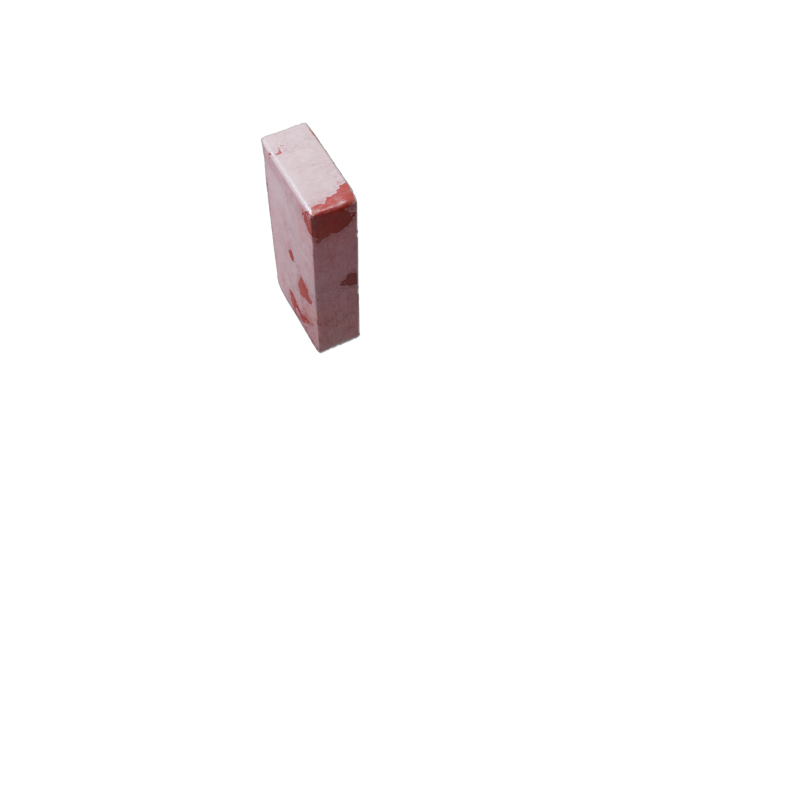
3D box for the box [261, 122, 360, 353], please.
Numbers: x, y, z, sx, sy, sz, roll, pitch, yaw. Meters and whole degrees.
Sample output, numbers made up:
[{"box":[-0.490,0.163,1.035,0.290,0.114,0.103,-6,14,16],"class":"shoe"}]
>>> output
[{"box":[-0.069,-0.127,0.888,0.048,0.100,0.165,-20,-32,-17],"class":"box"}]
